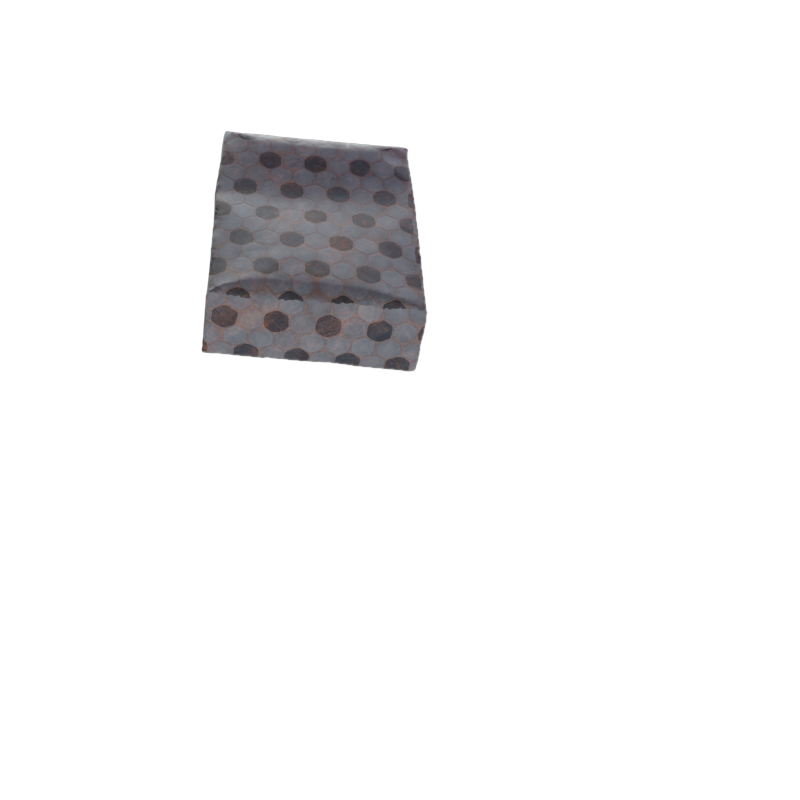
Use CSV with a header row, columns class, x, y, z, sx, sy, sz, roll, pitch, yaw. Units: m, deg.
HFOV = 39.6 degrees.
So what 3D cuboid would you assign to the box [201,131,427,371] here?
class,x,y,z,sx,sy,sz,roll,pitch,yaw
box,-0.070,-0.127,0.890,0.163,0.067,0.230,4,43,-7
